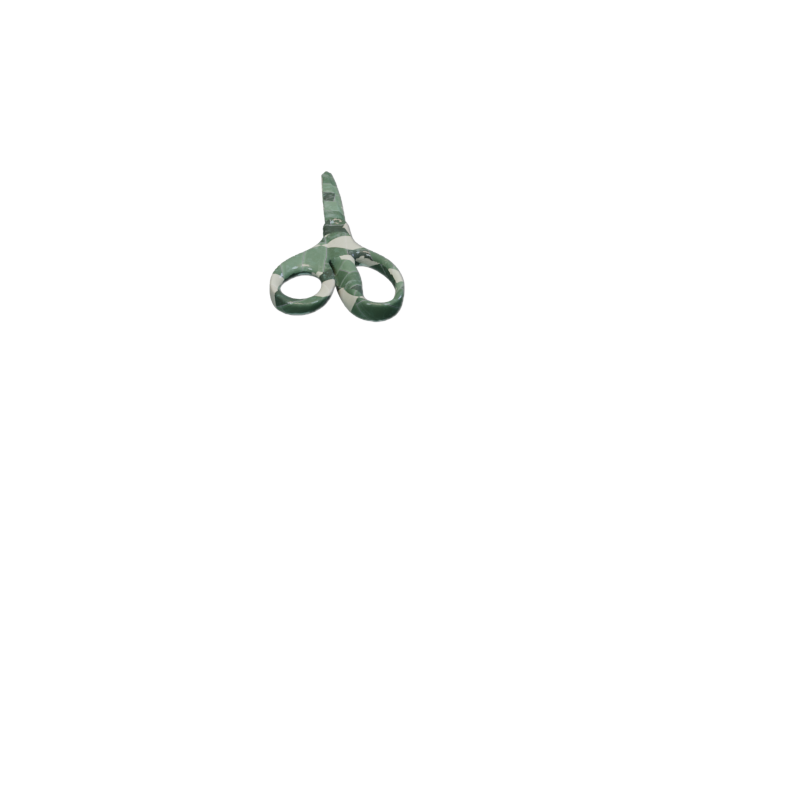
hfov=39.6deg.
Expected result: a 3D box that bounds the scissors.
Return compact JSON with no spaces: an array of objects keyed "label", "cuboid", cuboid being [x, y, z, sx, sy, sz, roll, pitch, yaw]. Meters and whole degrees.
[{"label":"scissors","cuboid":[-0.061,-0.111,0.775,0.095,0.015,0.218,-12,37,-17]}]
